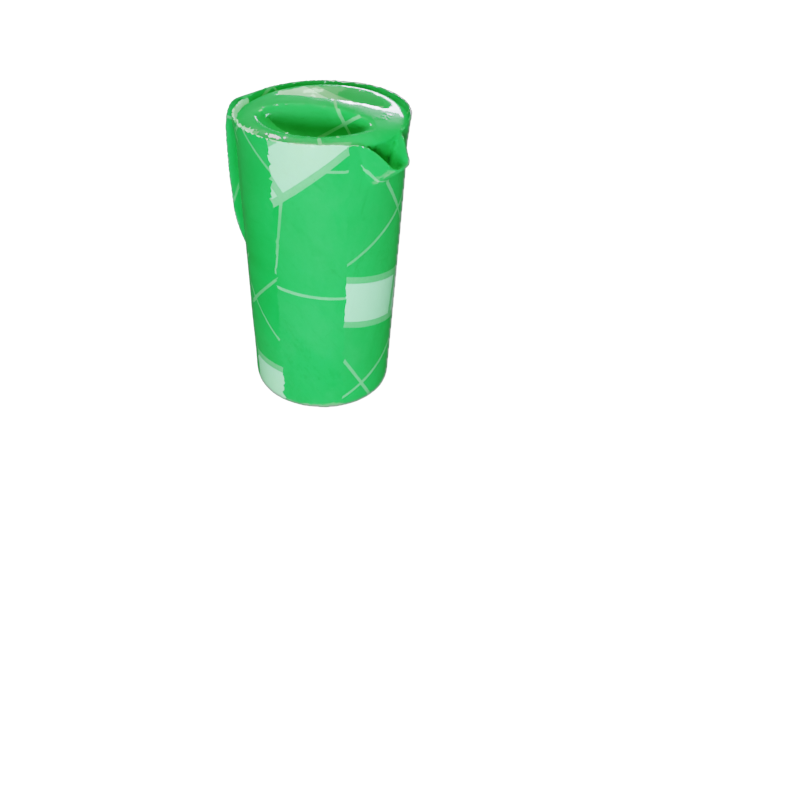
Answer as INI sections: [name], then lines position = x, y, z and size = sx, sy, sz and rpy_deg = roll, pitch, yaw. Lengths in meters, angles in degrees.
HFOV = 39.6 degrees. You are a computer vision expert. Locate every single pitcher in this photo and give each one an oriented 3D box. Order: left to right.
[pitcher]
position = -0.069, -0.125, 0.877
size = 0.145, 0.229, 0.159
rpy_deg = 1, 31, -1
